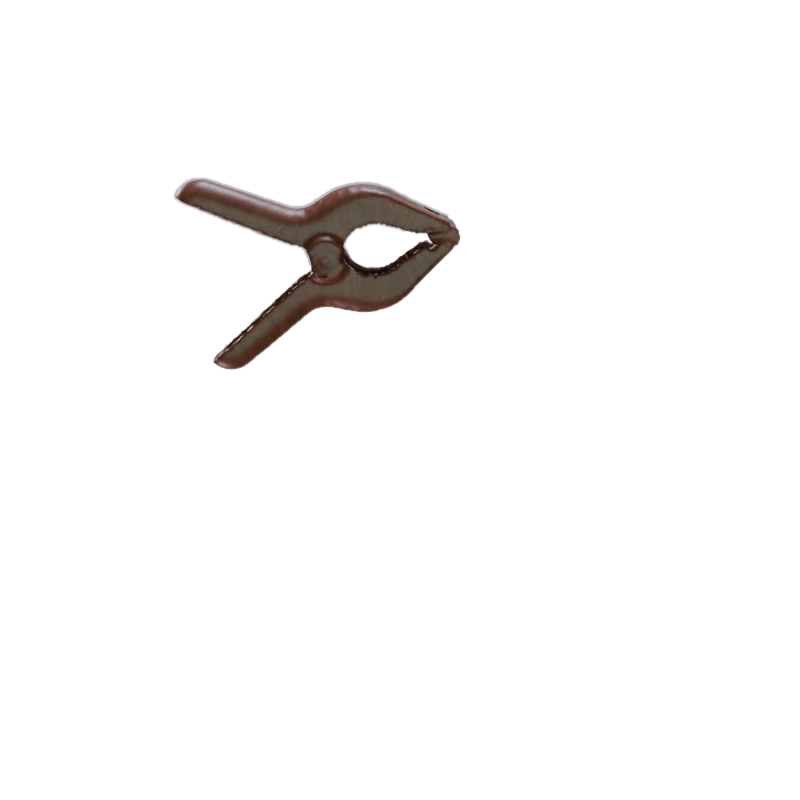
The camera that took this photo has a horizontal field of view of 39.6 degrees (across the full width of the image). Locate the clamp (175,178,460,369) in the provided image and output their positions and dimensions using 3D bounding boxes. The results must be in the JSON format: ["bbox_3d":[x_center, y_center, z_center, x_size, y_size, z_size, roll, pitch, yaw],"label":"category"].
[{"bbox_3d":[-0.053,-0.097,0.677,0.172,0.115,0.041,-19,17,6],"label":"clamp"}]
